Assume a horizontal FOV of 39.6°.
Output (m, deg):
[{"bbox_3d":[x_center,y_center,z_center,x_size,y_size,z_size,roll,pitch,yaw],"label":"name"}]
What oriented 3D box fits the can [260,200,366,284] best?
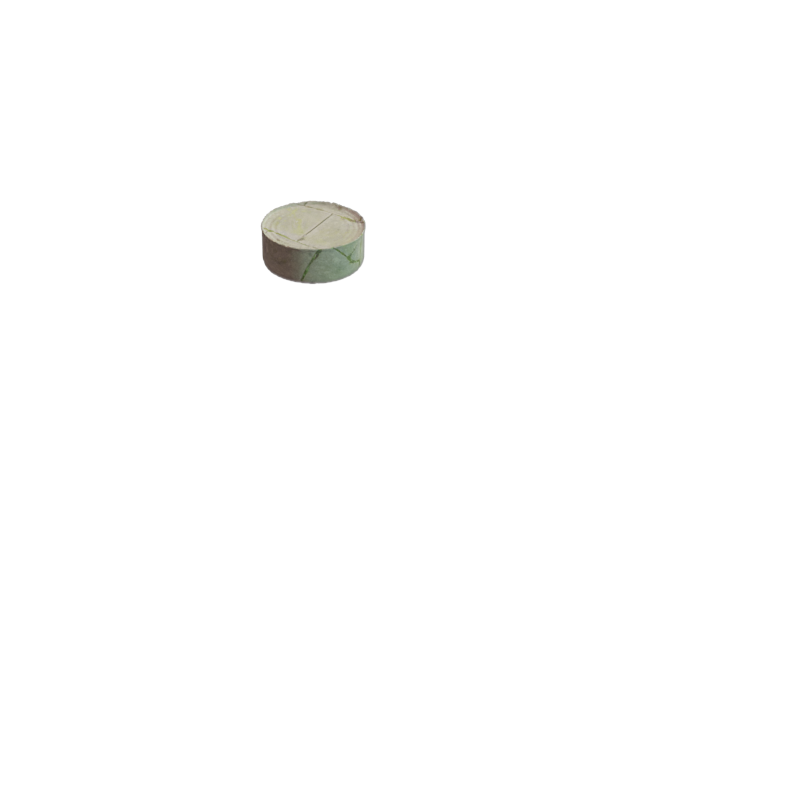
[{"bbox_3d":[-0.071,-0.130,0.911,0.086,0.031,0.092,-1,34,-2],"label":"can"}]
